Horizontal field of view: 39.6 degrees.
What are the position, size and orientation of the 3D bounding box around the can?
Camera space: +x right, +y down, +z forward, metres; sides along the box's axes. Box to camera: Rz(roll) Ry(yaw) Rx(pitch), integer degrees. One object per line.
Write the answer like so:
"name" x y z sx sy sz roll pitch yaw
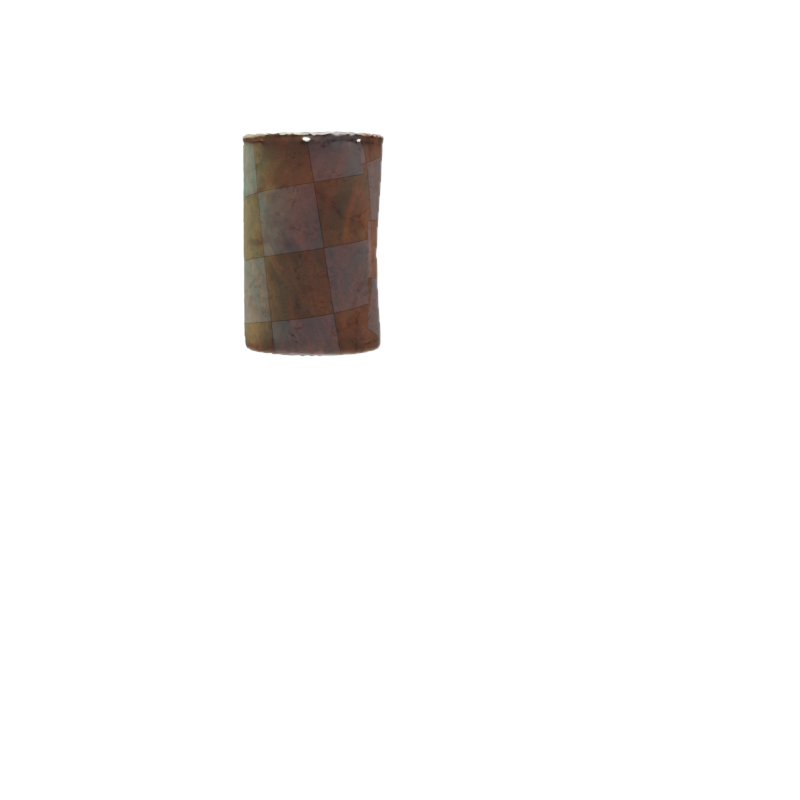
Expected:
"can" -0.042 -0.076 0.535 0.068 0.101 0.069 0 5 -2
